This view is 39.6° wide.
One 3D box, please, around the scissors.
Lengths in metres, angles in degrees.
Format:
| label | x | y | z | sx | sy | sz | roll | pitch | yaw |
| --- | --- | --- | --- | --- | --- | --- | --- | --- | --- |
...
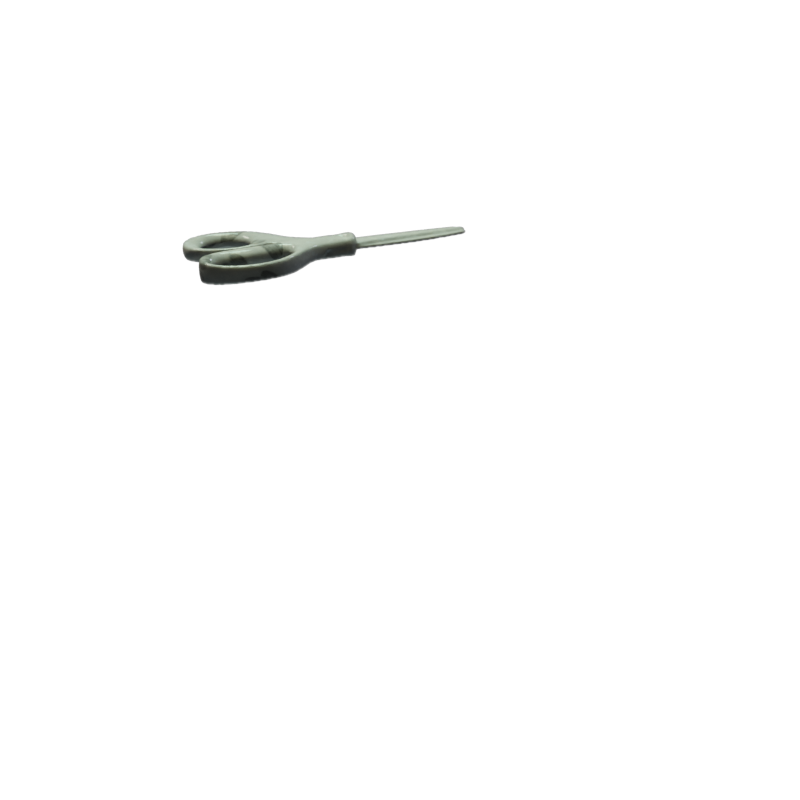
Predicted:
| label | x | y | z | sx | sy | sz | roll | pitch | yaw |
| --- | --- | --- | --- | --- | --- | --- | --- | --- | --- |
| scissors | -0.058 | -0.106 | 0.745 | 0.198 | 0.015 | 0.102 | -20 | 29 | -40 |
